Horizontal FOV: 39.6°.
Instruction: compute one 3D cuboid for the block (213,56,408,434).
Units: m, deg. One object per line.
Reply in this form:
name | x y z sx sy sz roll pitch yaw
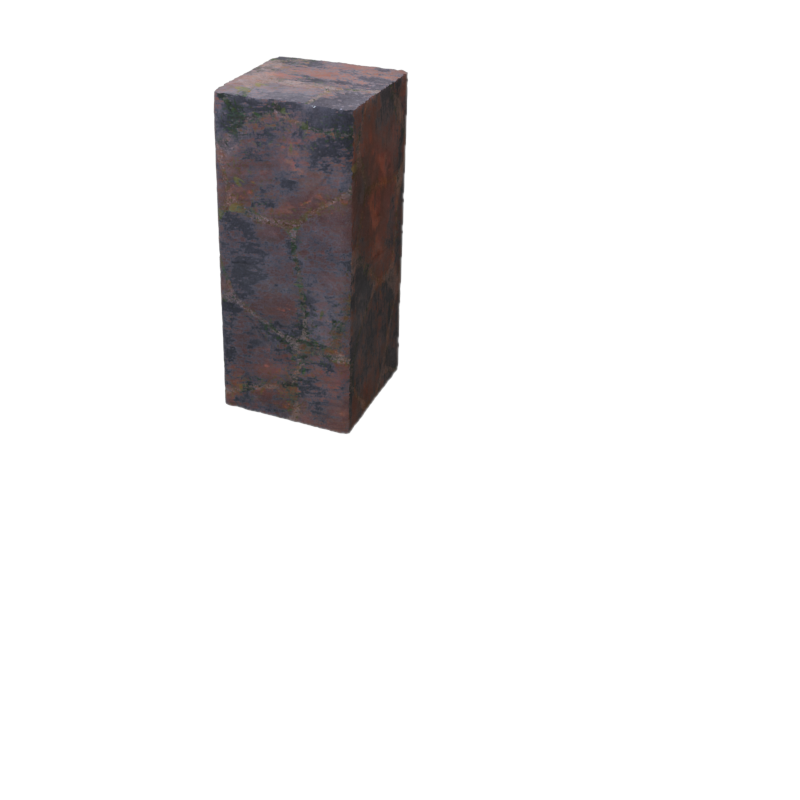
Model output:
block | -0.054 -0.098 0.686 0.093 0.195 0.093 12 28 18
